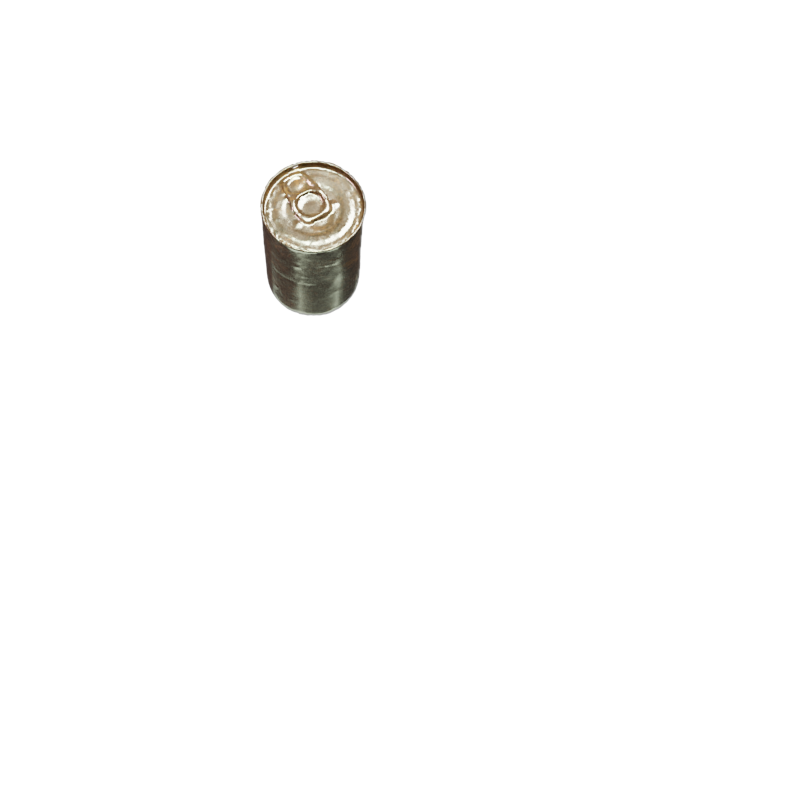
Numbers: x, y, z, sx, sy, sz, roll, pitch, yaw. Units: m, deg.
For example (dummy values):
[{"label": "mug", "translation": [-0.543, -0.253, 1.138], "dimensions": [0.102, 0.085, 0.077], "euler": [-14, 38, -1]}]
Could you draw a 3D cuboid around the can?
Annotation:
[{"label": "can", "translation": [-0.059, -0.108, 0.755], "dimensions": [0.068, 0.072, 0.097], "euler": [0, -23, -3]}]
